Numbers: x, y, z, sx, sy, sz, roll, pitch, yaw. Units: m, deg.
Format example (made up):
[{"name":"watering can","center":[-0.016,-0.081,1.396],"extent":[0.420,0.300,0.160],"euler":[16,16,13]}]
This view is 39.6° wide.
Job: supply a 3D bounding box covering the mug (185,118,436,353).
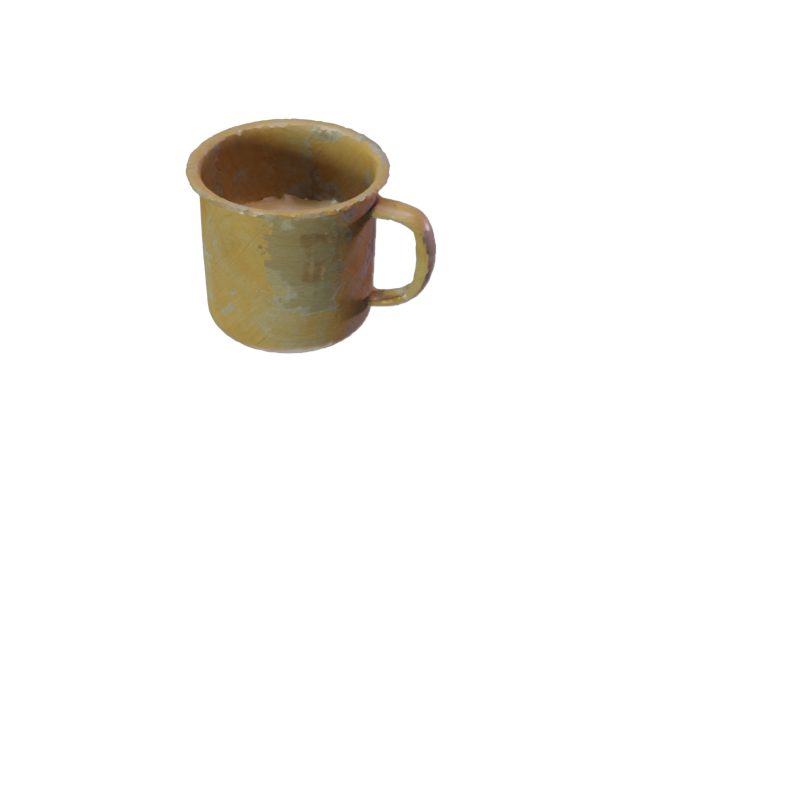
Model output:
[{"name":"mug","center":[-0.041,-0.075,0.523],"extent":[0.119,0.076,0.098],"euler":[9,37,11]}]
